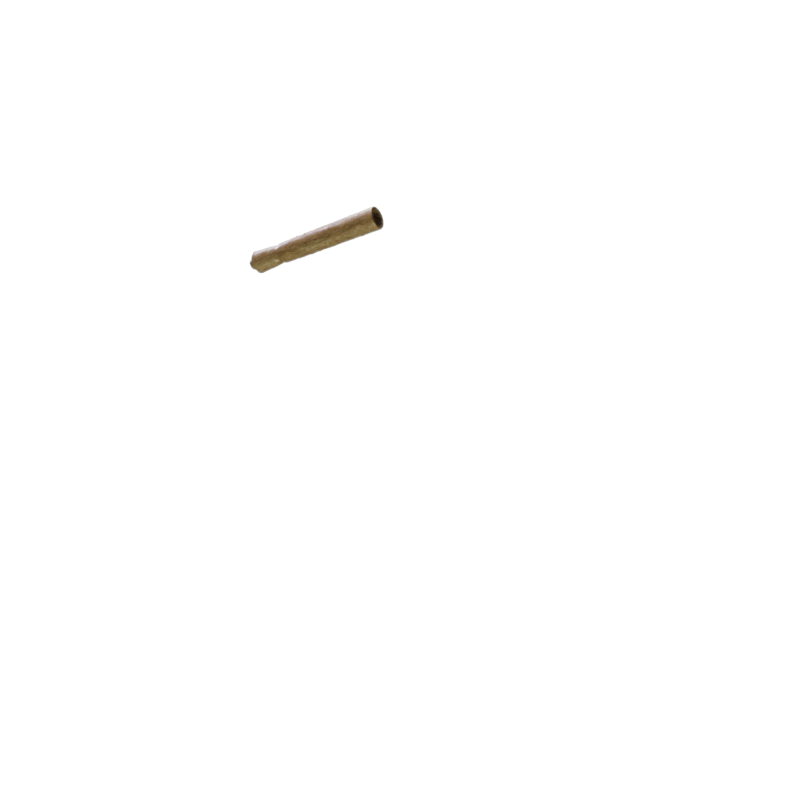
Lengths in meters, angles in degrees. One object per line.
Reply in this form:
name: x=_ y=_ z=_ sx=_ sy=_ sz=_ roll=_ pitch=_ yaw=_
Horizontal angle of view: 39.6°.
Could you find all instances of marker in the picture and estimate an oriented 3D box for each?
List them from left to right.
marker: x=-0.069 y=-0.126 z=0.883 sx=0.122 sy=0.020 sz=0.019 roll=-16 pitch=-4 yaw=28
